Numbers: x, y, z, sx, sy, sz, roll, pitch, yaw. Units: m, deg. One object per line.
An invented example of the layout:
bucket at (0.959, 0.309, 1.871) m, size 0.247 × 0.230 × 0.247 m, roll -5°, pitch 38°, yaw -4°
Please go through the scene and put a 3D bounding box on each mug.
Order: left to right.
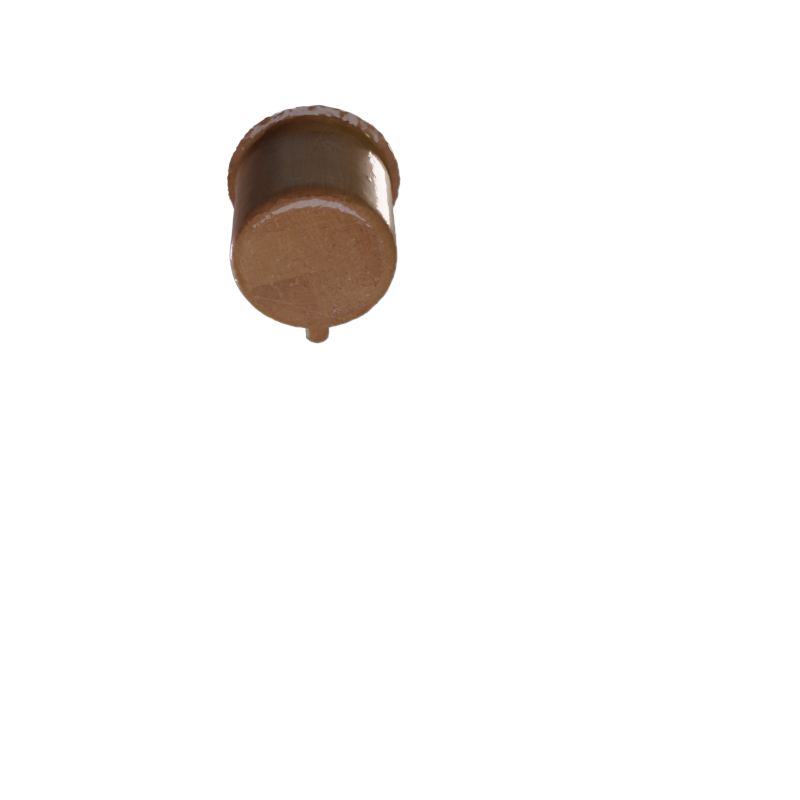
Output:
mug at (-0.045, -0.081, 0.571) m, size 0.093 × 0.110 × 0.087 m, roll 1°, pitch 37°, yaw -3°
